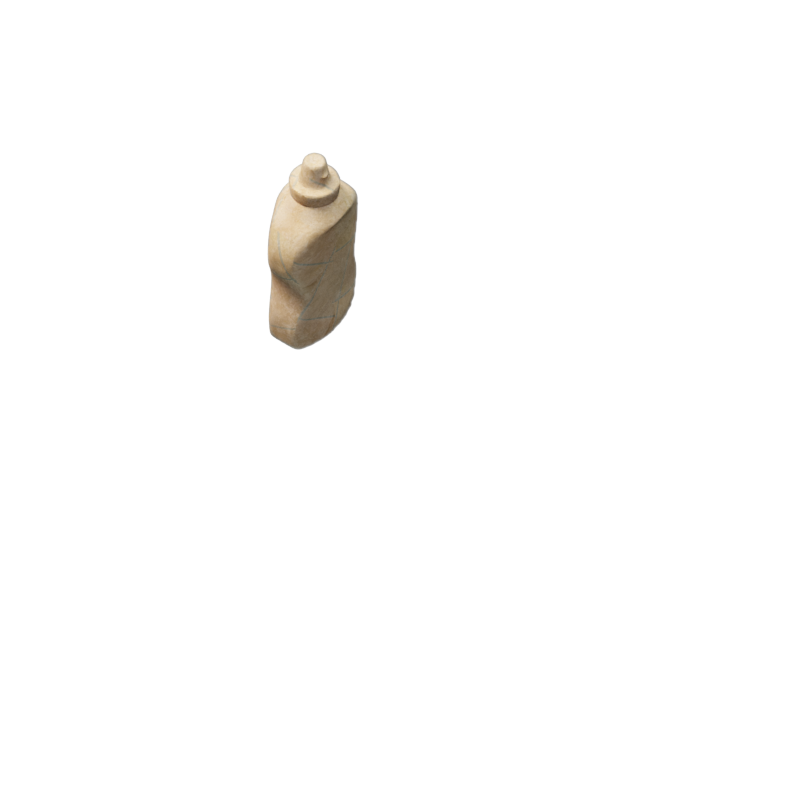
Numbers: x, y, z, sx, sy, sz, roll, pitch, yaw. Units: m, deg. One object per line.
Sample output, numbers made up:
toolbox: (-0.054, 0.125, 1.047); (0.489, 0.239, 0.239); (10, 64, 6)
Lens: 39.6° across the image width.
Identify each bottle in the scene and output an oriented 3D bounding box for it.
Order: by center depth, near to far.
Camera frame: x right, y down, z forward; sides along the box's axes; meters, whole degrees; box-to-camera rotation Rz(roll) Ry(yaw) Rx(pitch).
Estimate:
bottle: (-0.073, -0.133, 0.932); (0.061, 0.098, 0.179); (30, -33, 18)
